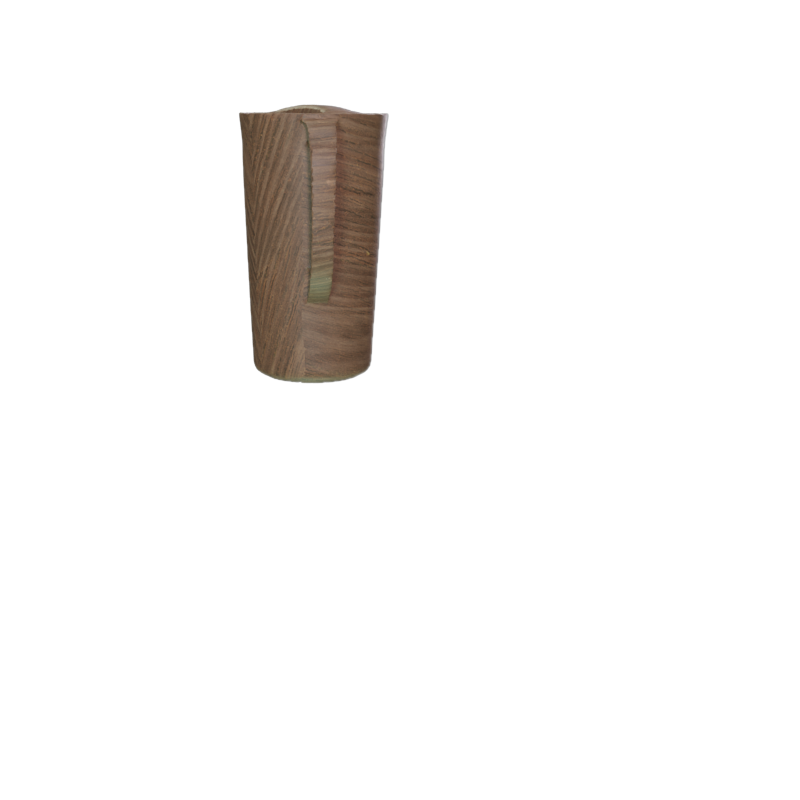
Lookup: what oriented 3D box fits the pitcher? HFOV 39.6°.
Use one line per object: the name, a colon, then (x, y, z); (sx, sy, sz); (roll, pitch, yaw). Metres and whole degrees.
pitcher: (-0.078, -0.141, 0.990); (0.151, 0.239, 0.145); (7, 11, 36)
